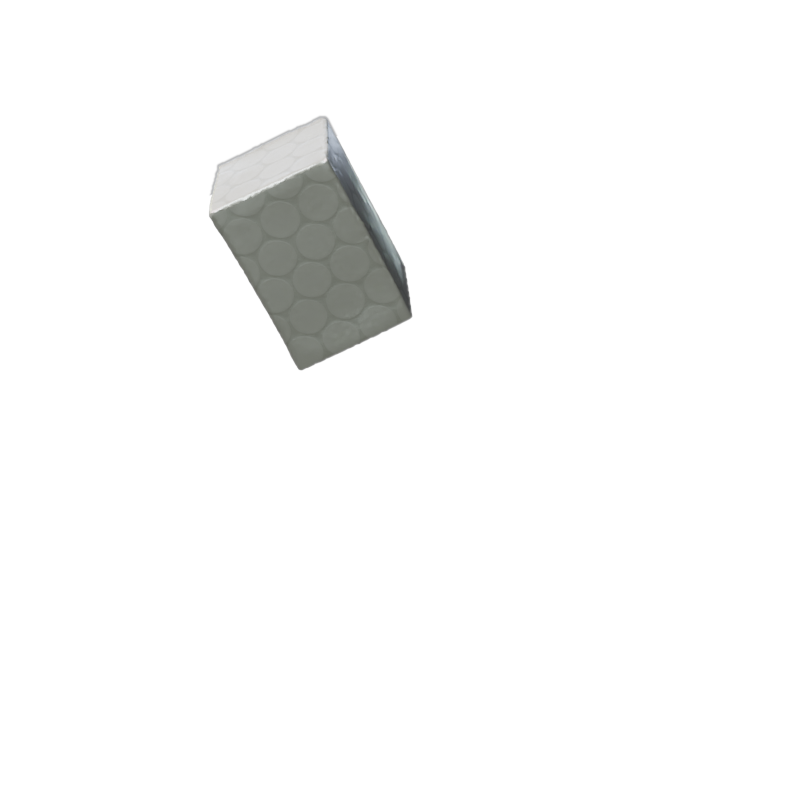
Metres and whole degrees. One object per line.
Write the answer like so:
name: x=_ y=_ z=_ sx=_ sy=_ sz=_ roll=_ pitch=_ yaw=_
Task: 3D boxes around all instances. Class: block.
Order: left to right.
block: x=-0.035 y=-0.064 z=0.448 sx=0.053 sy=0.074 sz=0.054 roll=-24 pitch=25 yaw=10
